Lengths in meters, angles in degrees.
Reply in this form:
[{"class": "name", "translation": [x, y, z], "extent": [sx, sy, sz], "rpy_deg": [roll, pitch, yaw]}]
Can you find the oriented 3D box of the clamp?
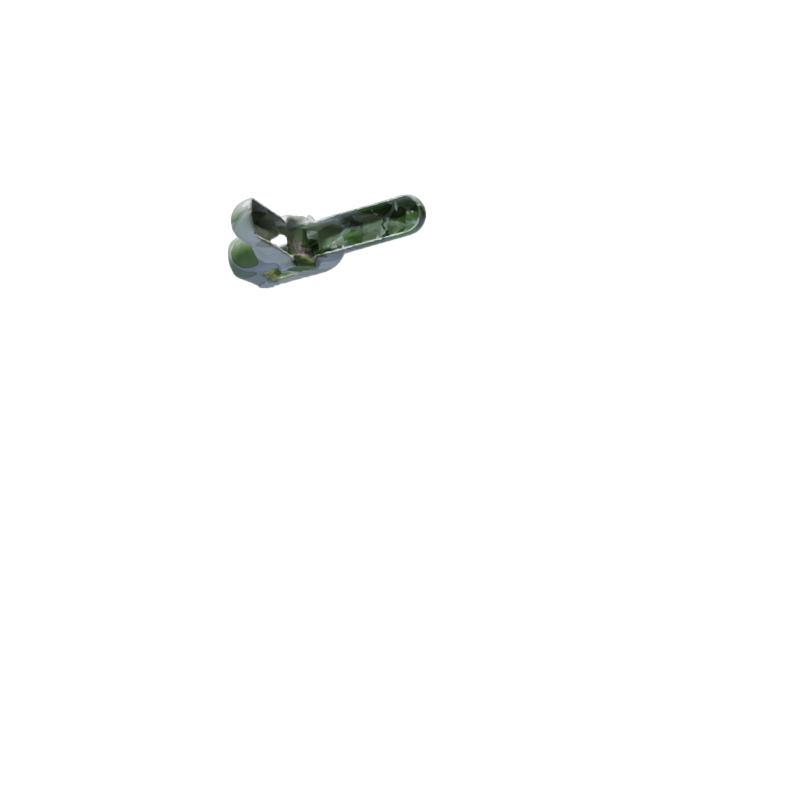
[{"class": "clamp", "translation": [-0.057, -0.103, 0.724], "extent": [0.118, 0.040, 0.171], "rpy_deg": [1, -3, -12]}]
